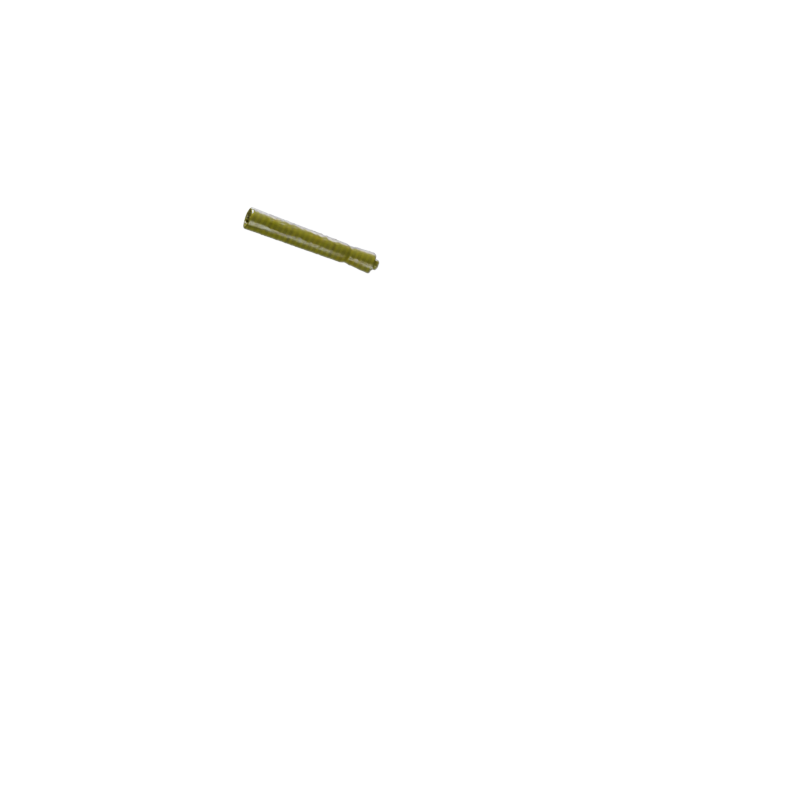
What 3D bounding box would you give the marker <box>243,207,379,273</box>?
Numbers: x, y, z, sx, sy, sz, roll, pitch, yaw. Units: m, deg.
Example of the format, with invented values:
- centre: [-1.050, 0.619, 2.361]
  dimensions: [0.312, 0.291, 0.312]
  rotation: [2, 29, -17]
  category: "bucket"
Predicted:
- centre: [-0.073, -0.133, 0.930]
  dimensions: [0.117, 0.020, 0.020]
  rotation: [18, -2, -17]
  category: "marker"
